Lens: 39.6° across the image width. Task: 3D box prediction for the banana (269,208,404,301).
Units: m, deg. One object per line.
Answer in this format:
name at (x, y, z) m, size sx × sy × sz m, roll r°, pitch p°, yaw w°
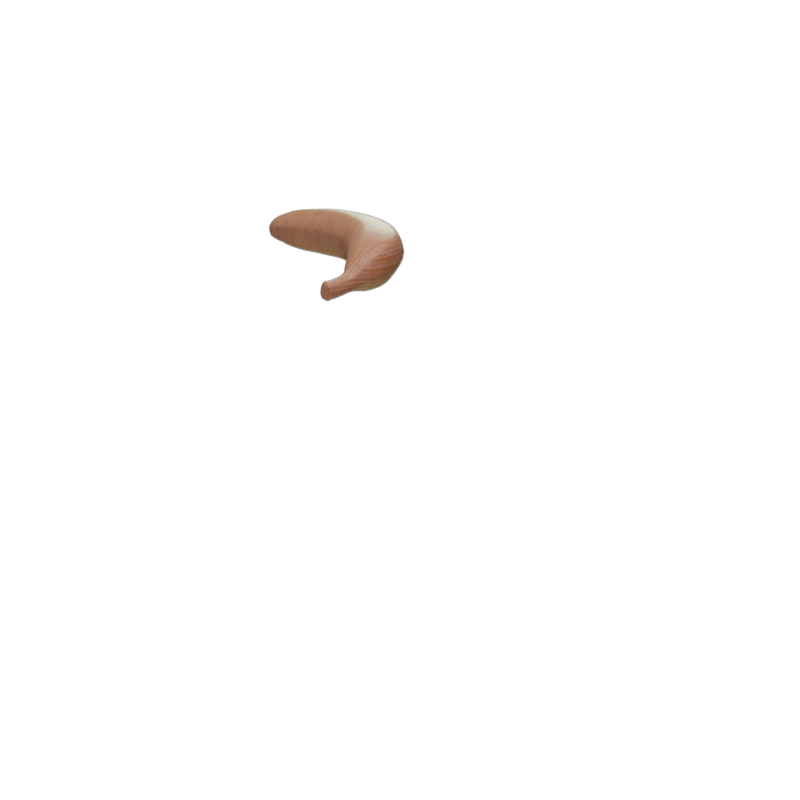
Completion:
banana at (-0.040, -0.108, 0.757) m, size 0.068 × 0.035 × 0.208 m, roll -4°, pitch 18°, yaw -14°
